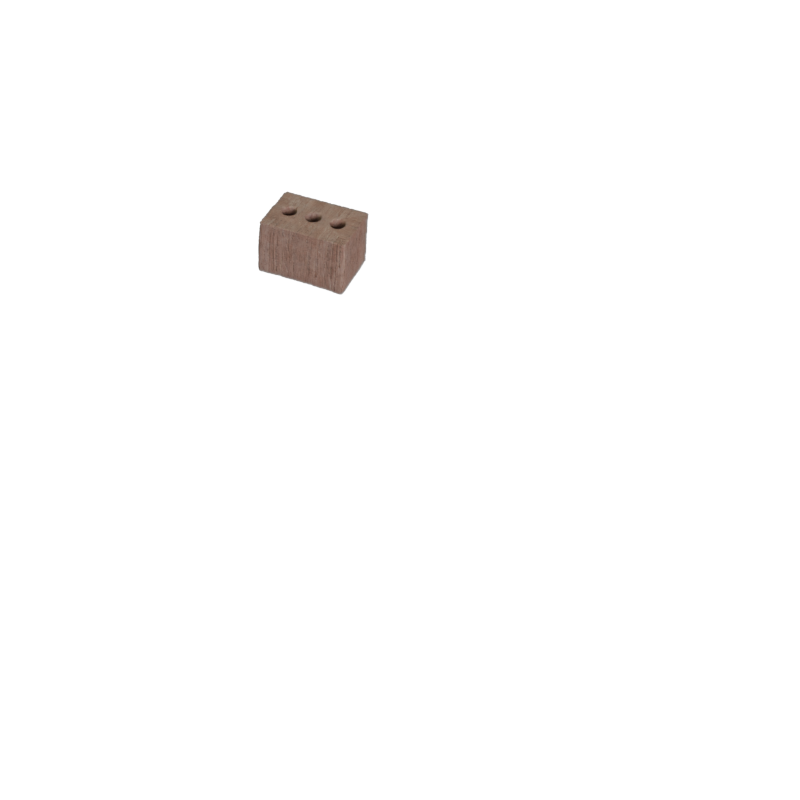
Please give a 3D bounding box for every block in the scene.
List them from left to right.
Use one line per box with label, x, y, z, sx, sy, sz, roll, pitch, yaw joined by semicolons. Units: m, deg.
block;-0.072;-0.131;0.915;0.081;0.048;0.055;16;43;17
